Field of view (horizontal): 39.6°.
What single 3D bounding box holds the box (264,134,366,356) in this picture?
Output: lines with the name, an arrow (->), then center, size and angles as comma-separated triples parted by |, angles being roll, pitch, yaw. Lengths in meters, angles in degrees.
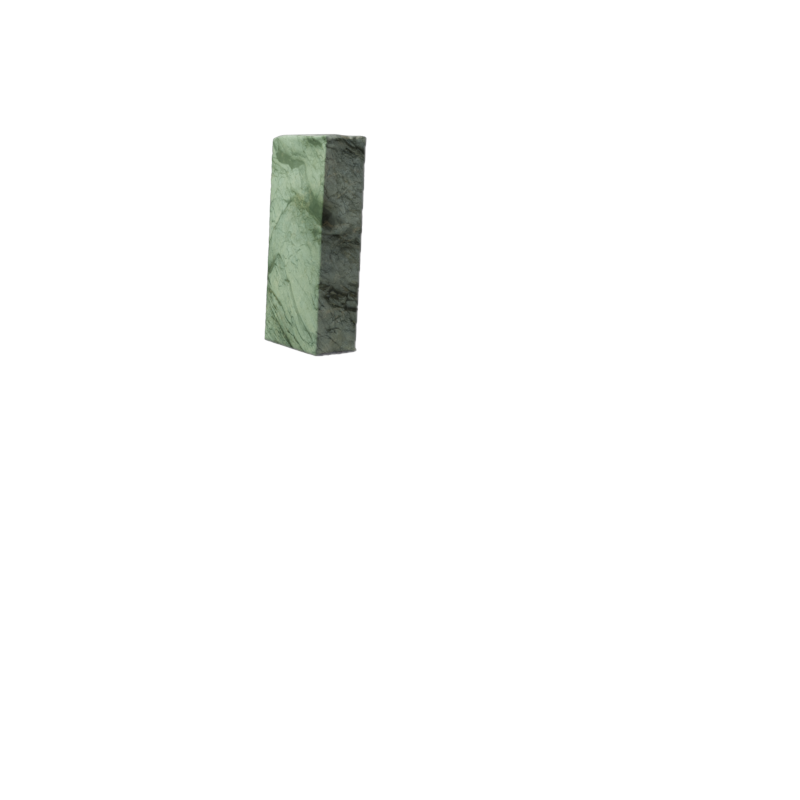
box -> -0.072, -0.131, 0.914 | 0.046, 0.174, 0.098 | -3, 7, -33
